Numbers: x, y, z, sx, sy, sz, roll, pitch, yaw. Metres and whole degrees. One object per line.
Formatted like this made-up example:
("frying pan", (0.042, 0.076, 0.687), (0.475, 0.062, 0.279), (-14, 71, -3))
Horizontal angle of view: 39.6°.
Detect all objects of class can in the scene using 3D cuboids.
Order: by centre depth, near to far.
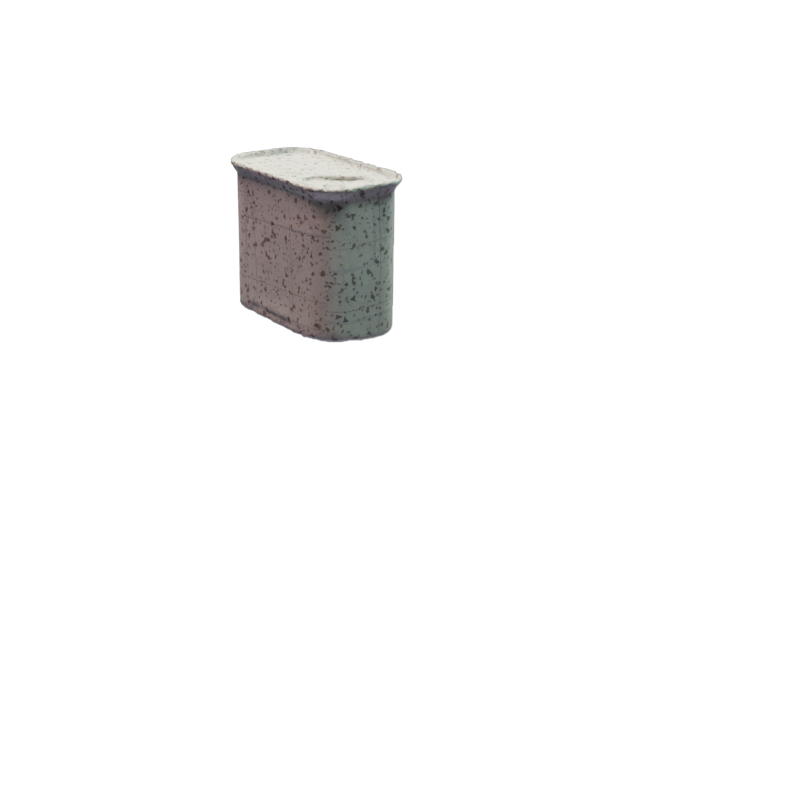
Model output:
("can", (-0.046, -0.085, 0.595), (0.056, 0.080, 0.109), (-13, 25, -35))
